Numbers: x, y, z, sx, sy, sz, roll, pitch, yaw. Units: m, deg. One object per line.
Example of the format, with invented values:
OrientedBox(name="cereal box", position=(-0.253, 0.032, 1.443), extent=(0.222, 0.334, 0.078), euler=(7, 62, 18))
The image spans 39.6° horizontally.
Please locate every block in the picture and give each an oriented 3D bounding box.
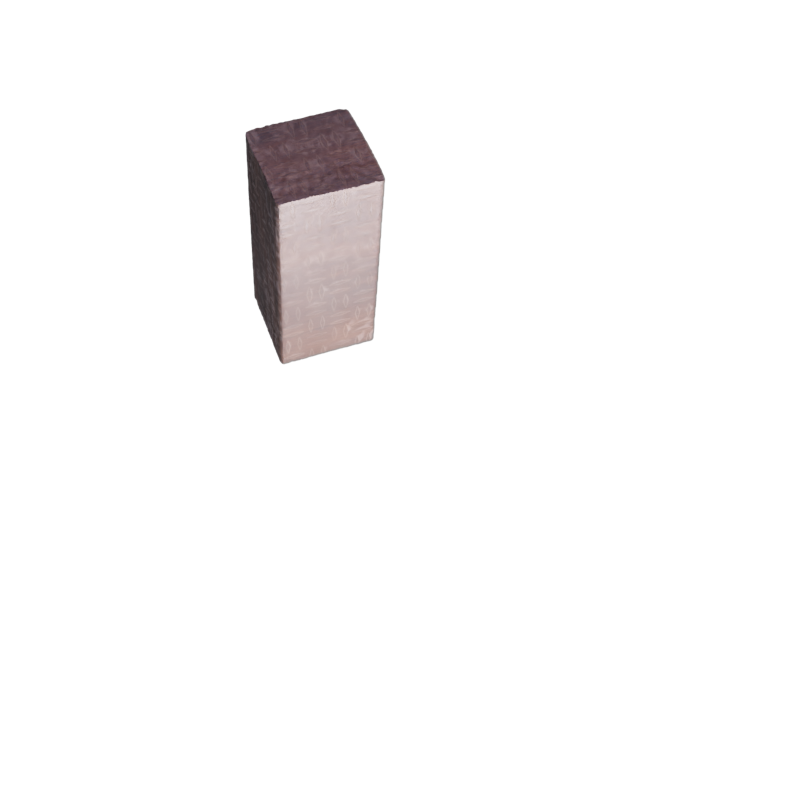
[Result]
OrientedBox(name="block", position=(-0.074, -0.135, 0.944), extent=(0.090, 0.097, 0.192), euler=(-15, -34, -14))
